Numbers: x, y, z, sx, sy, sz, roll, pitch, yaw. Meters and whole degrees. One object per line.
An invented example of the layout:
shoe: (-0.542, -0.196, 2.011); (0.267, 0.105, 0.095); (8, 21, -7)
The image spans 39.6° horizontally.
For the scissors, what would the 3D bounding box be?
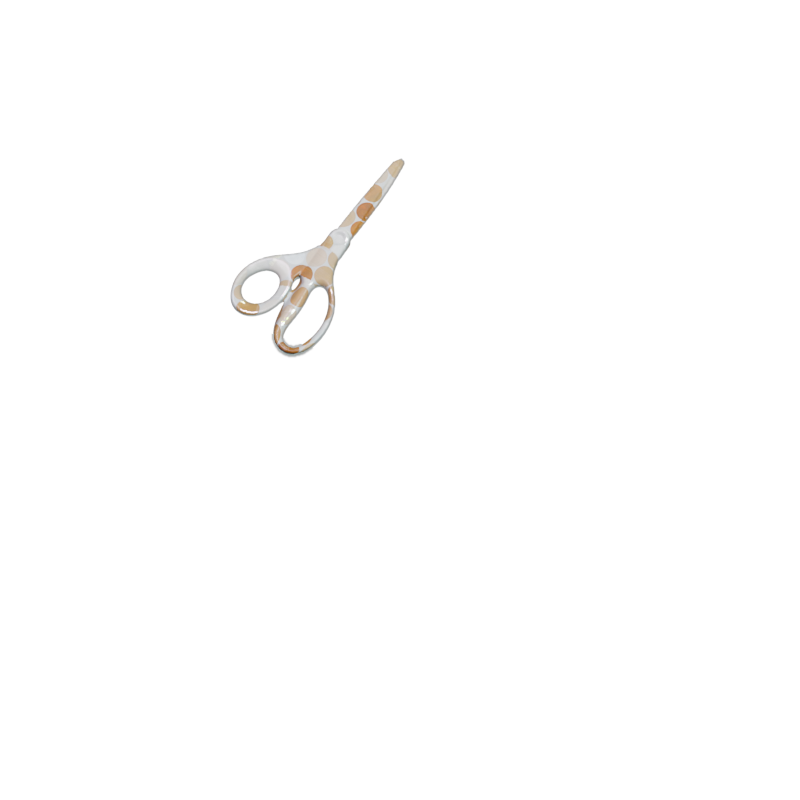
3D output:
scissors: (-0.073, -0.133, 0.930); (0.098, 0.209, 0.015); (17, -23, 7)
